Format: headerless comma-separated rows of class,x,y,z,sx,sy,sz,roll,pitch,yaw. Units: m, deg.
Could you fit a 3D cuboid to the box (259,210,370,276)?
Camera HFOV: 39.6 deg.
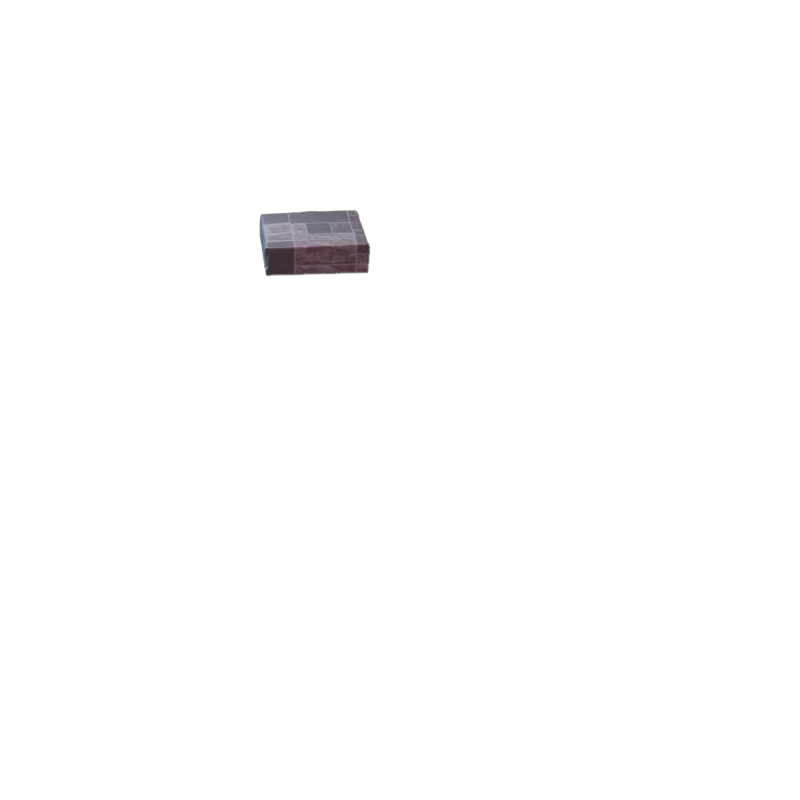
box,-0.074,-0.136,0.951,0.089,0.028,0.078,-4,31,-6
